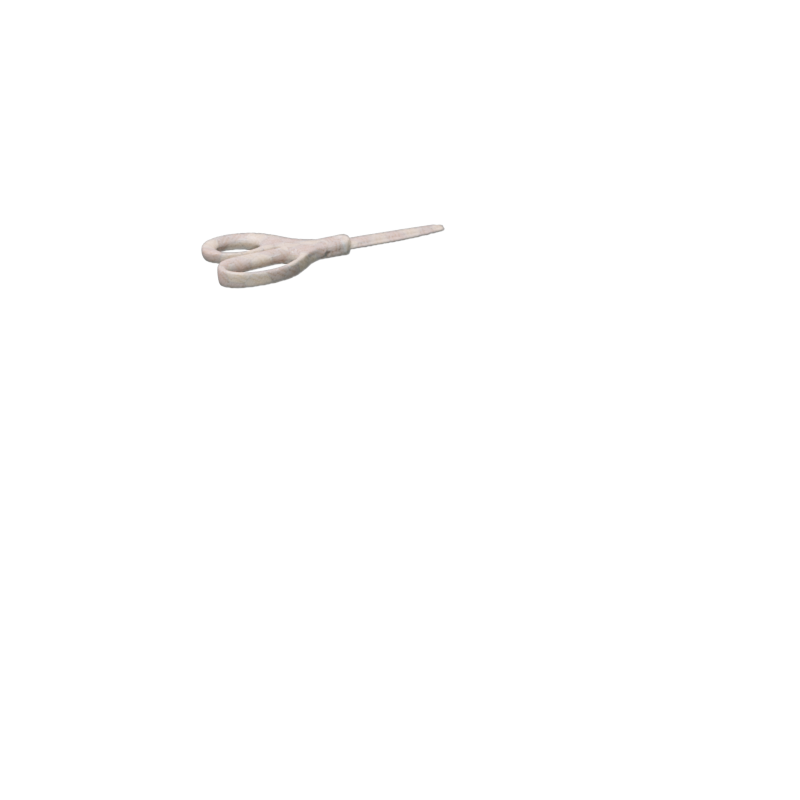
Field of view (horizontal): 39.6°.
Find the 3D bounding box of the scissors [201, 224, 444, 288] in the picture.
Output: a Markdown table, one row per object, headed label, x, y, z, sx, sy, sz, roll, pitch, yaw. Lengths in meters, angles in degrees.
| label | x | y | z | sx | sy | sz | roll | pitch | yaw |
| --- | --- | --- | --- | --- | --- | --- | --- | --- | --- |
| scissors | -0.068 | -0.123 | 0.864 | 0.199 | 0.015 | 0.102 | -24 | 35 | -39 |
